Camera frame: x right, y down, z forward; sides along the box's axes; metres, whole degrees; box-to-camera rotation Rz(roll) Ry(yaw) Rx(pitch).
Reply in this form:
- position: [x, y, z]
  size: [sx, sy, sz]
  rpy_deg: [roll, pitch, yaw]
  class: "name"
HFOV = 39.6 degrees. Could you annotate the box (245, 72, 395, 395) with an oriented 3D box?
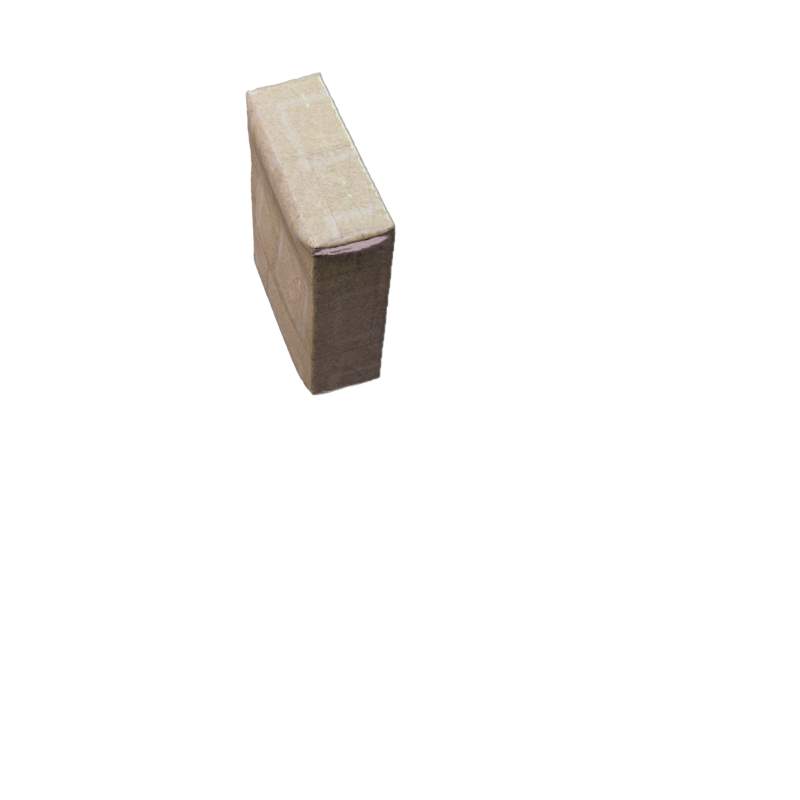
- position: [-0.070, -0.128, 0.895]
  size: [0.071, 0.177, 0.200]
  rpy_deg: [-16, -31, -13]
  class: "box"
